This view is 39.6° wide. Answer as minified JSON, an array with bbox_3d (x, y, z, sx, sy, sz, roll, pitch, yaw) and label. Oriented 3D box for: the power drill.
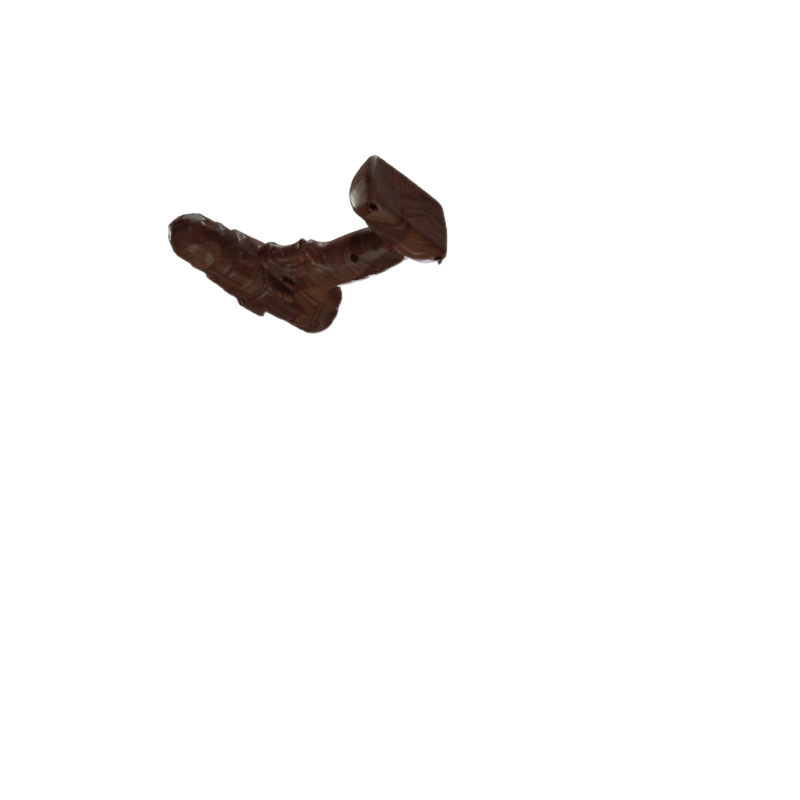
[{"bbox_3d":[-0.071,-0.130,0.909,0.189,0.061,0.172,-21,-34,35],"label":"power drill"}]
